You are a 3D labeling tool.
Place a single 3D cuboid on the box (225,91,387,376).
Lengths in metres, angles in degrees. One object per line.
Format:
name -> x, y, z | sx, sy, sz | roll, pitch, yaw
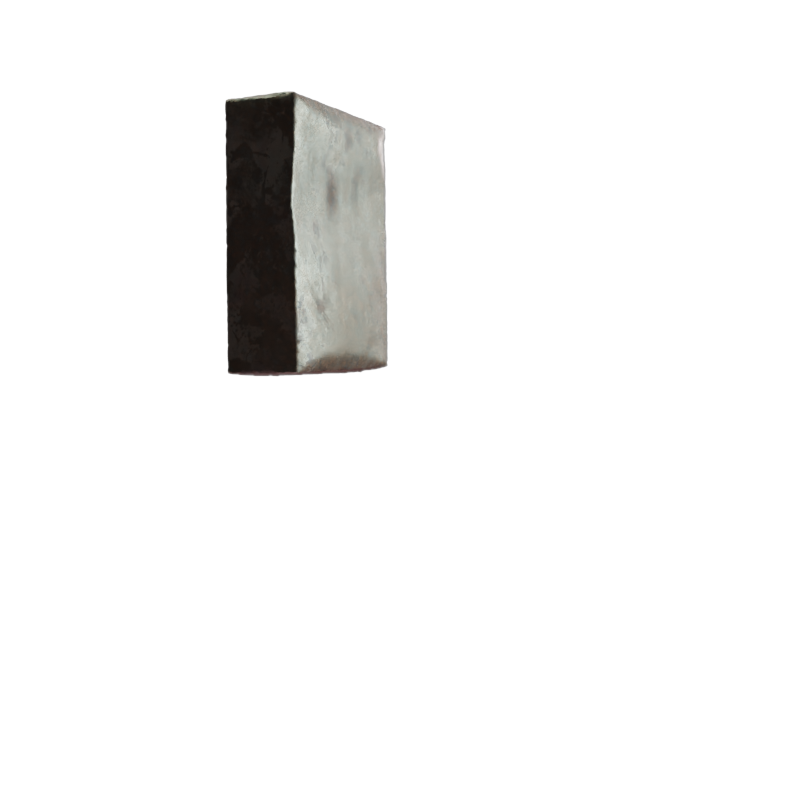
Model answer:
box -> -0.071, -0.129, 0.902 | 0.074, 0.216, 0.158 | -3, -3, 26
